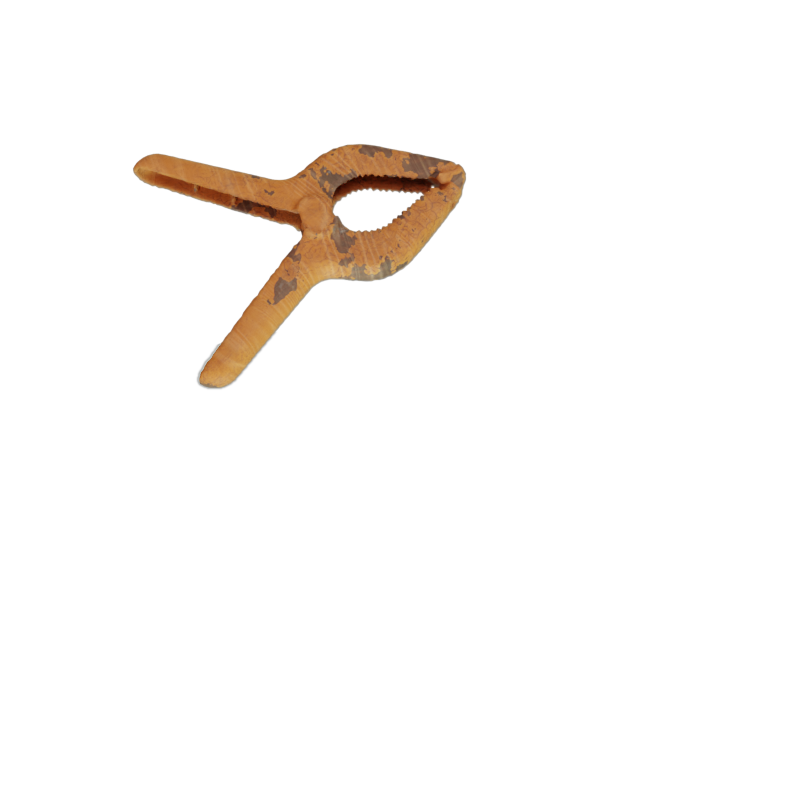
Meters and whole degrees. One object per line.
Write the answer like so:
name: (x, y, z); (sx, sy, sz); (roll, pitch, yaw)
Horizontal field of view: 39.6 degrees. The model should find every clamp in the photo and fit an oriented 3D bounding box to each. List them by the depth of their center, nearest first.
clamp: (-0.055, -0.101, 0.707); (0.209, 0.174, 0.035); (-12, -21, -5)
